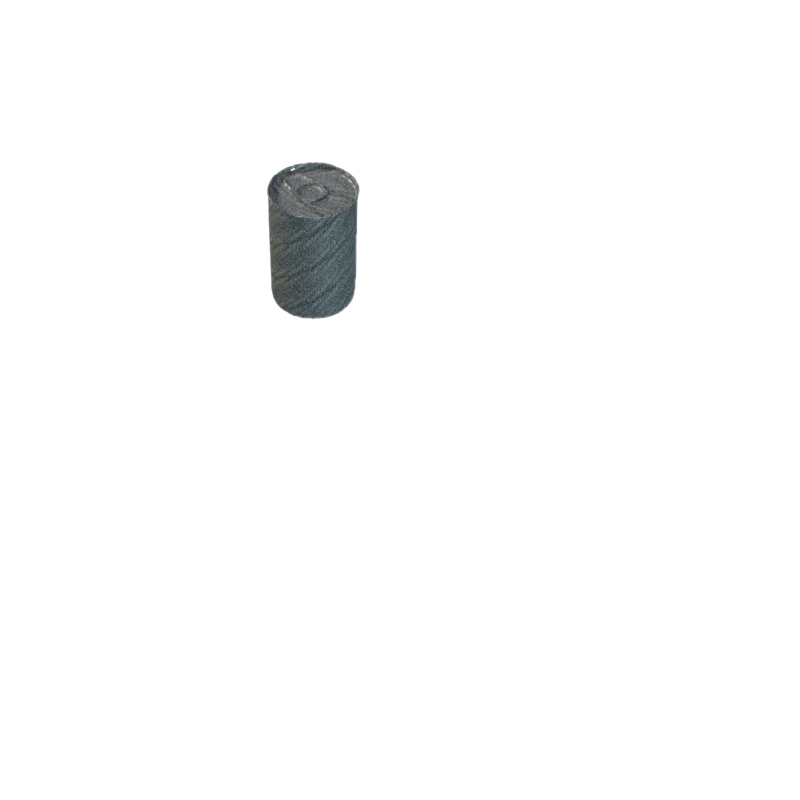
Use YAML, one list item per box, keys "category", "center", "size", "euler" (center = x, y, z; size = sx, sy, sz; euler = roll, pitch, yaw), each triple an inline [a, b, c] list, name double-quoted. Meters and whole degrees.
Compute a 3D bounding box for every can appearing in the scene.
- category: "can"
  center: [-0.066, -0.121, 0.845]
  size: [0.068, 0.095, 0.074]
  euler: [0, 44, -3]
